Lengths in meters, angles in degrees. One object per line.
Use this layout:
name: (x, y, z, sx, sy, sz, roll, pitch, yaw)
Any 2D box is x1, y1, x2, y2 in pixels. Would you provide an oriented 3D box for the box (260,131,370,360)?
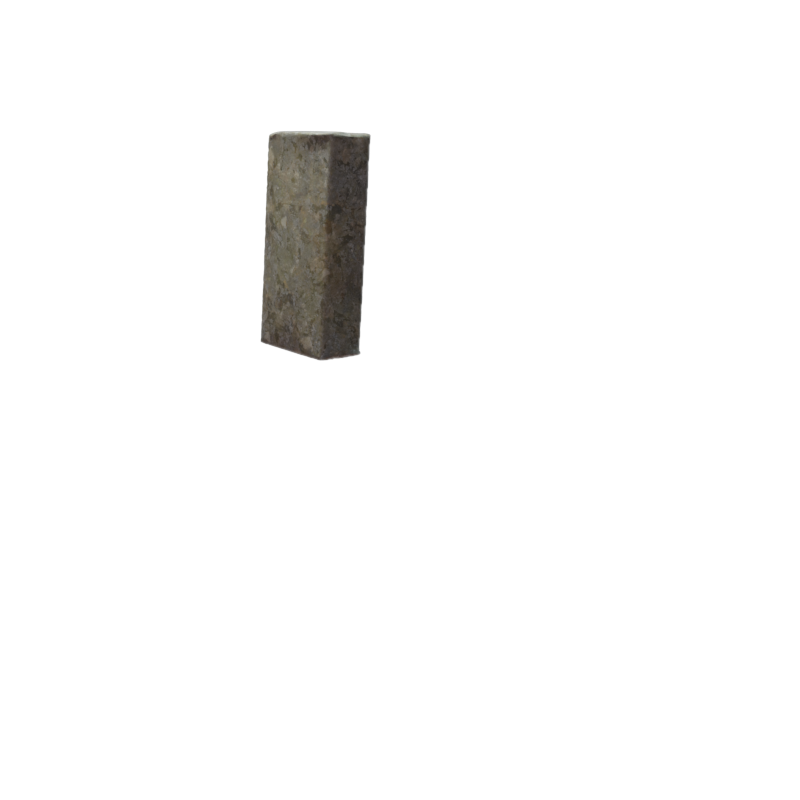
box: (-0.070, -0.127, 0.888, 0.046, 0.174, 0.098, -4, 9, -37)
